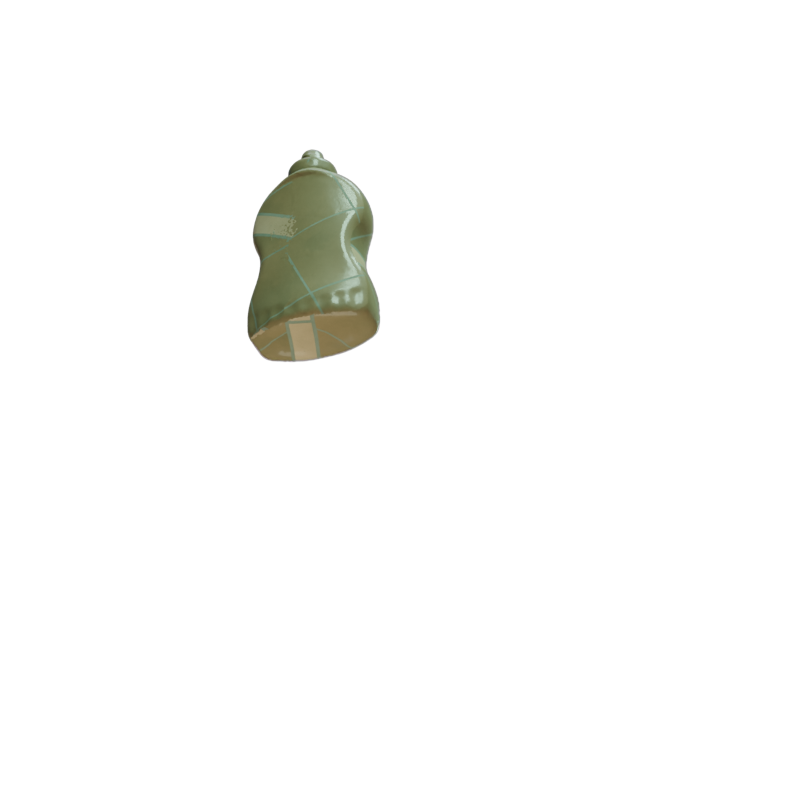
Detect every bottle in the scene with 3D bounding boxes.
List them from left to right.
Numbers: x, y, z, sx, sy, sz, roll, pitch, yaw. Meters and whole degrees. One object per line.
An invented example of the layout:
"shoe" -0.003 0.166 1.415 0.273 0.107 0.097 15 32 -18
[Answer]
"bottle" -0.068 -0.124 0.868 0.097 0.206 0.054 -15 -40 15
